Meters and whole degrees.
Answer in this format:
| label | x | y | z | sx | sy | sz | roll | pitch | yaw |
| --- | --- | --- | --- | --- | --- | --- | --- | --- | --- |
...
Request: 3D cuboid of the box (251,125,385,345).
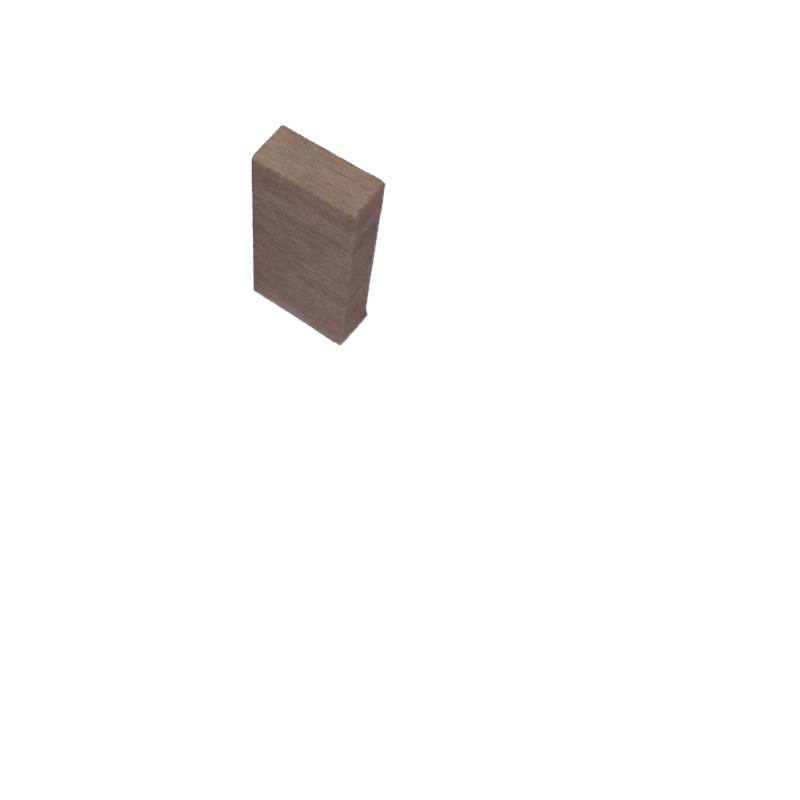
| label | x | y | z | sx | sy | sz | roll | pitch | yaw |
| --- | --- | --- | --- | --- | --- | --- | --- | --- | --- |
| box | -0.066 | -0.120 | 0.843 | 0.097 | 0.049 | 0.166 | 33 | -25 | 14 |
